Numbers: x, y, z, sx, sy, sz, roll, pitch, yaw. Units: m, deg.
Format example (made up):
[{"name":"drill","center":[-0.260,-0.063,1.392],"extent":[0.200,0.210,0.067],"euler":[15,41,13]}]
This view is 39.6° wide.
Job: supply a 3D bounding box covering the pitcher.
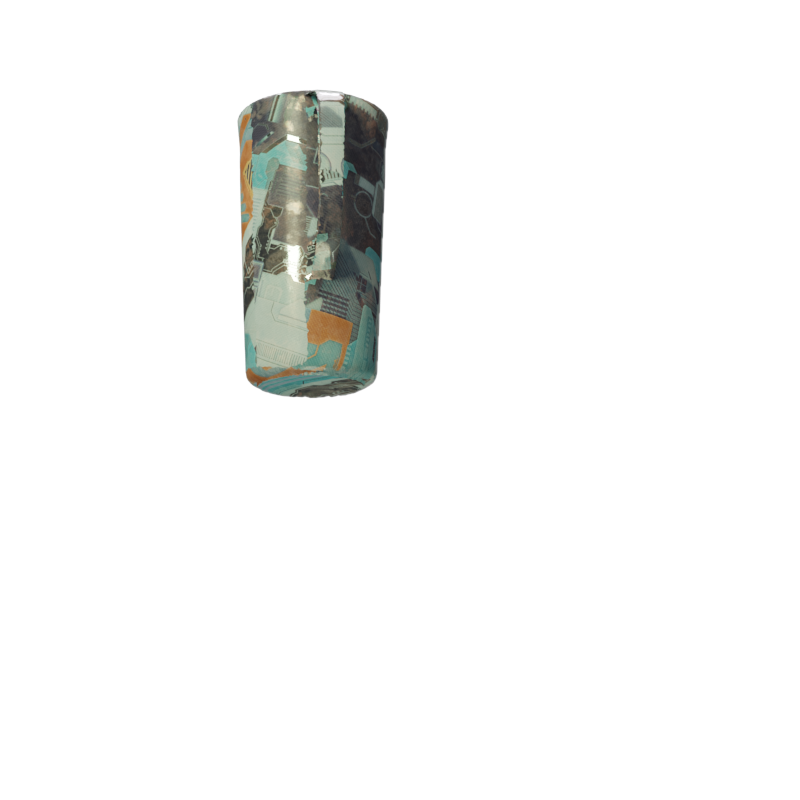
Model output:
[{"name":"pitcher","center":[-0.073,-0.133,0.932],"extent":[0.148,0.254,0.140],"euler":[-12,-20,31]}]
